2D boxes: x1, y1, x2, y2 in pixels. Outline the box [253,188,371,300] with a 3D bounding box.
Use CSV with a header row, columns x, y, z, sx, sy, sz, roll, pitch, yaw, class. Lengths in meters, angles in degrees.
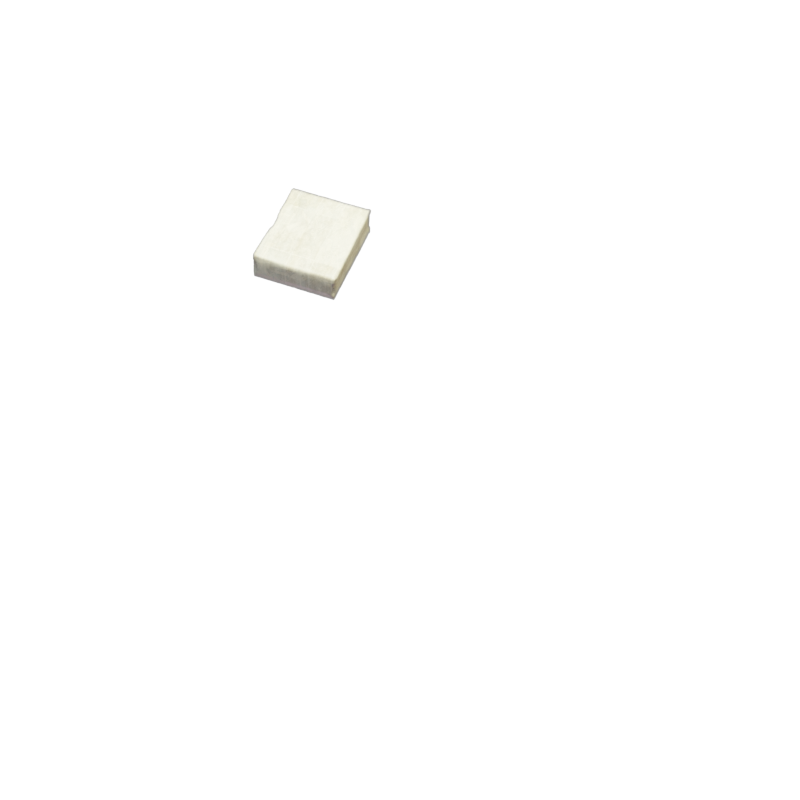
x,y,z,sx,sy,sz,roll,pitch,yaw,class
-0.073,-0.133,0.931,0.075,0.093,0.028,16,-38,13,box
